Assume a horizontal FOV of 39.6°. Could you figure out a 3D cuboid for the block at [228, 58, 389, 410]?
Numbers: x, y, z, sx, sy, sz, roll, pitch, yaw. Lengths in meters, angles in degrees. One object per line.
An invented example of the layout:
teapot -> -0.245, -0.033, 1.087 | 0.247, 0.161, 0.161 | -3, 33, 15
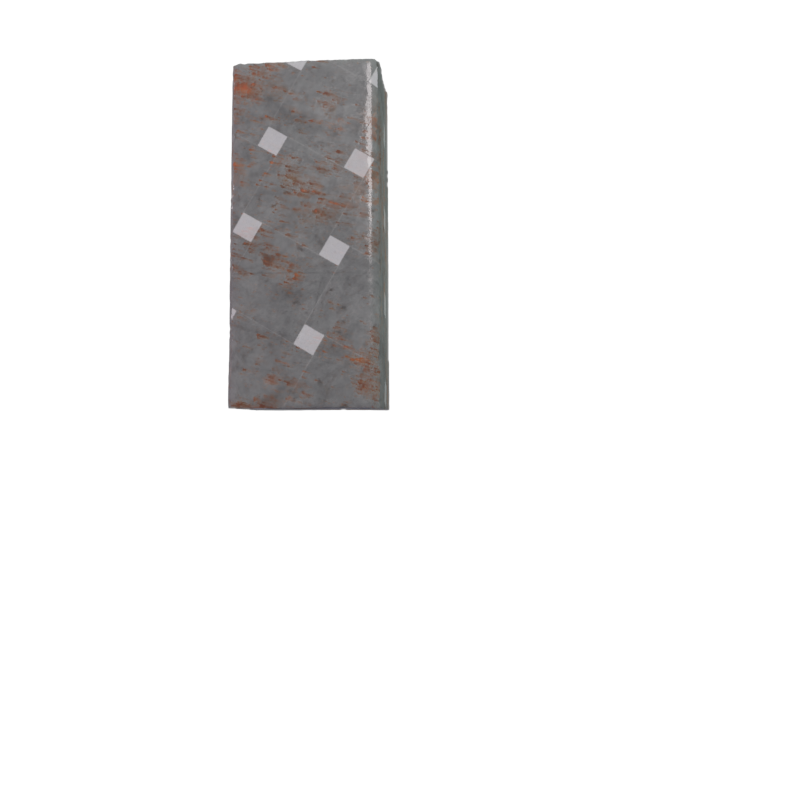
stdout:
block -> -0.053, -0.098, 0.688 | 0.091, 0.211, 0.088 | -1, -8, 5
